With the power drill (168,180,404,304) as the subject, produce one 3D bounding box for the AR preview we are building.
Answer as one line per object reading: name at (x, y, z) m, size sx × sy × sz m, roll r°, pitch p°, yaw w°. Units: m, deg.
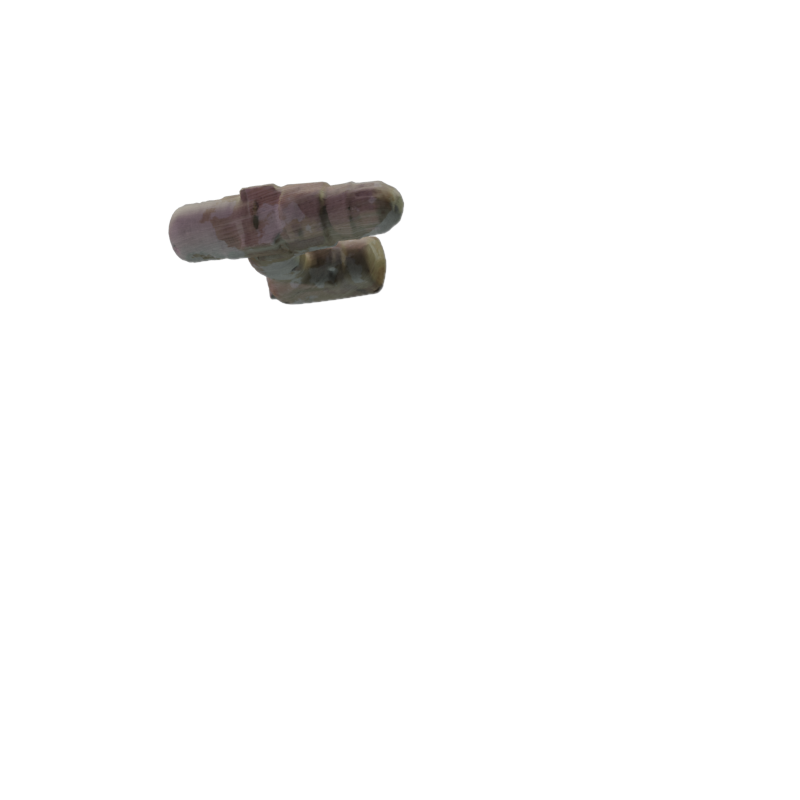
power drill at (-0.070, -0.128, 0.899) m, size 0.188 × 0.059 × 0.178 m, roll -3°, pitch -10°, yaw 16°
